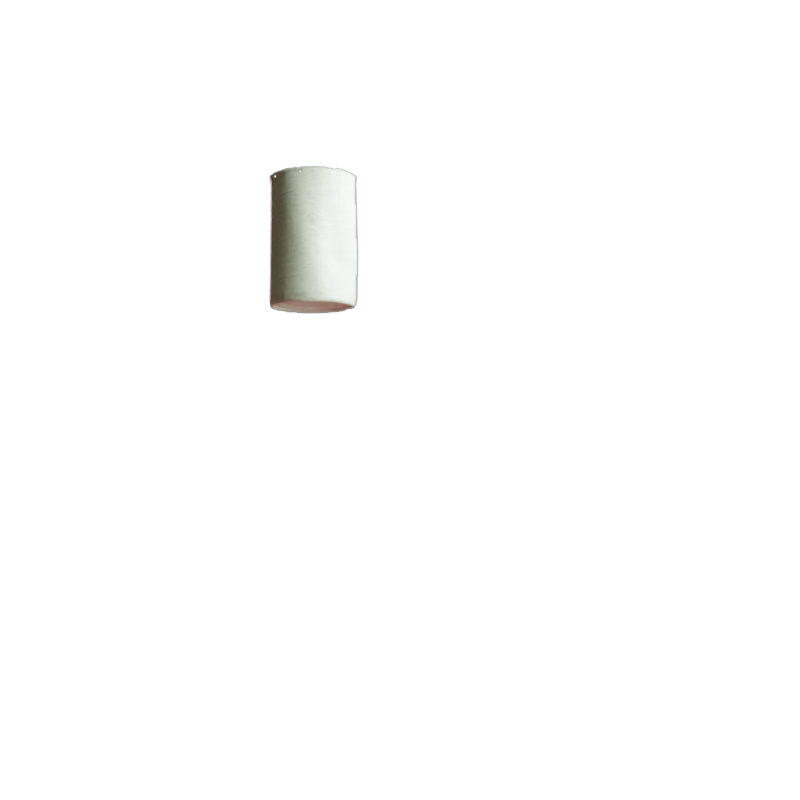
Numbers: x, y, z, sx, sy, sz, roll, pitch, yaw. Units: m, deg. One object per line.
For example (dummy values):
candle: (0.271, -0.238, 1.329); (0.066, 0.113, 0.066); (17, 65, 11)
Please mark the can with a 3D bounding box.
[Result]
can: (-0.066, -0.121, 0.849); (0.068, 0.105, 0.067); (0, -9, -2)
